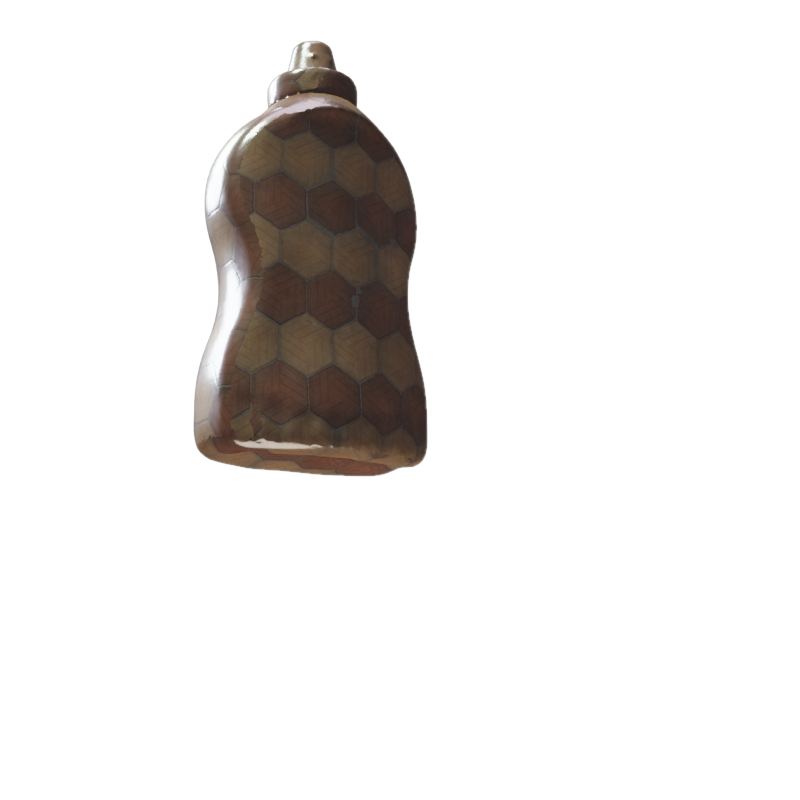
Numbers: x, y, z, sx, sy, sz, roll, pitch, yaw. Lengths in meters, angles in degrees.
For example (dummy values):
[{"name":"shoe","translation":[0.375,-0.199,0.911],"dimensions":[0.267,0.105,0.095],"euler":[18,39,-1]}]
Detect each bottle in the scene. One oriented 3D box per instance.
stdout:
[{"name":"bottle","translation":[-0.038,-0.068,0.479],"dimensions":[0.092,0.201,0.058],"euler":[9,-22,-27]}]
